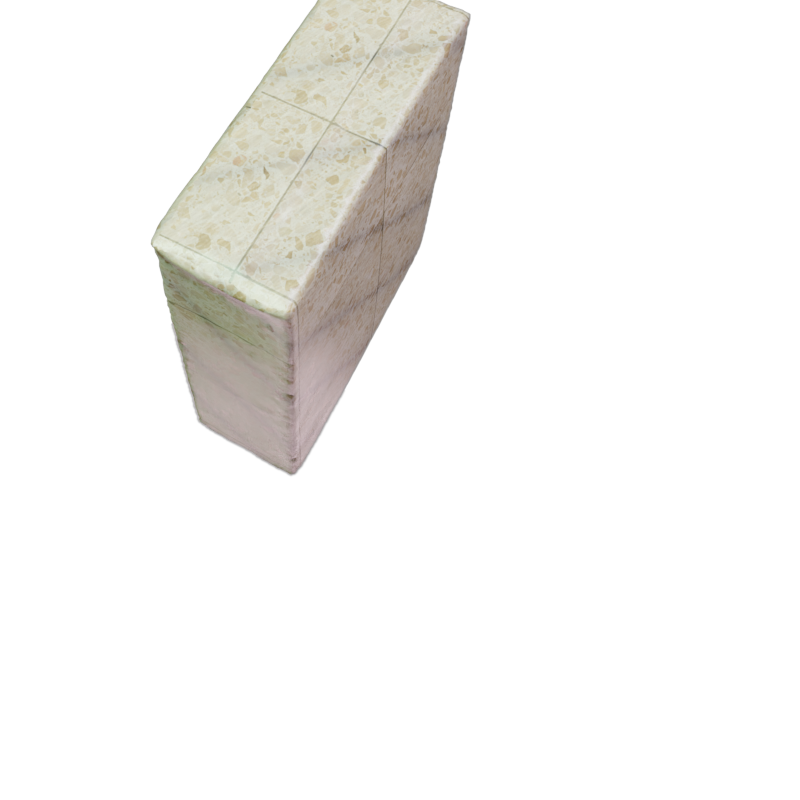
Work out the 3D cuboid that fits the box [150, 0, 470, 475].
[{"bbox_3d":[-0.042,-0.077,0.539,0.073,0.169,0.203,26,-22,6],"label":"box"}]
